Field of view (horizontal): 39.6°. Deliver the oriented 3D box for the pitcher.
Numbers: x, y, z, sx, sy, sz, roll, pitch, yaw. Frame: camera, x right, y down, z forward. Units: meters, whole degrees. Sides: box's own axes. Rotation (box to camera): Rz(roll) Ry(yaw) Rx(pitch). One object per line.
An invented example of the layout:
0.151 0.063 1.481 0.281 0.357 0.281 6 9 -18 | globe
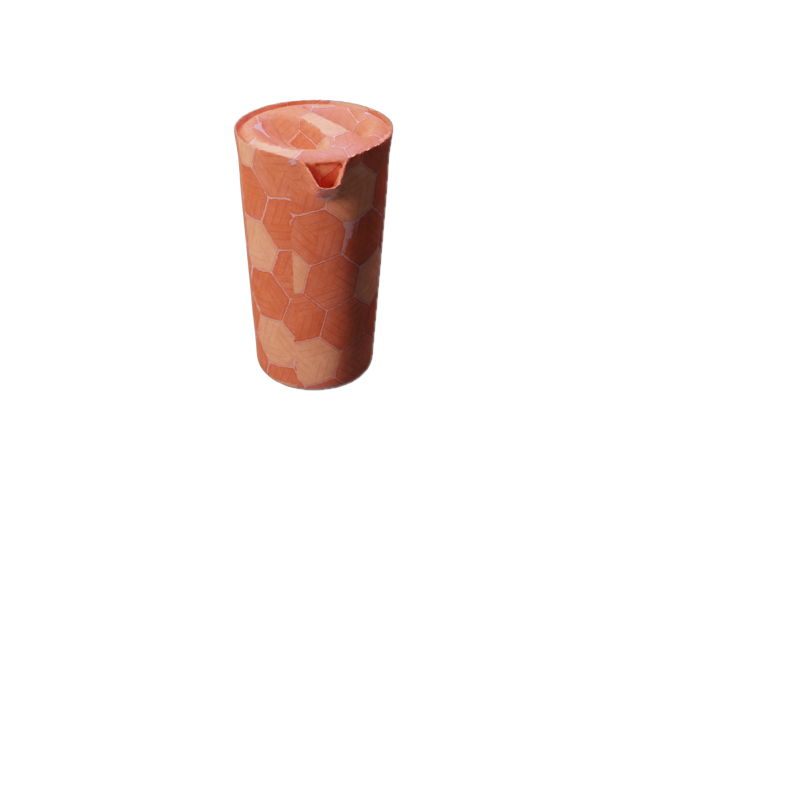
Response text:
-0.077 -0.141 0.987 0.153 0.229 0.150 20 35 28 | pitcher
